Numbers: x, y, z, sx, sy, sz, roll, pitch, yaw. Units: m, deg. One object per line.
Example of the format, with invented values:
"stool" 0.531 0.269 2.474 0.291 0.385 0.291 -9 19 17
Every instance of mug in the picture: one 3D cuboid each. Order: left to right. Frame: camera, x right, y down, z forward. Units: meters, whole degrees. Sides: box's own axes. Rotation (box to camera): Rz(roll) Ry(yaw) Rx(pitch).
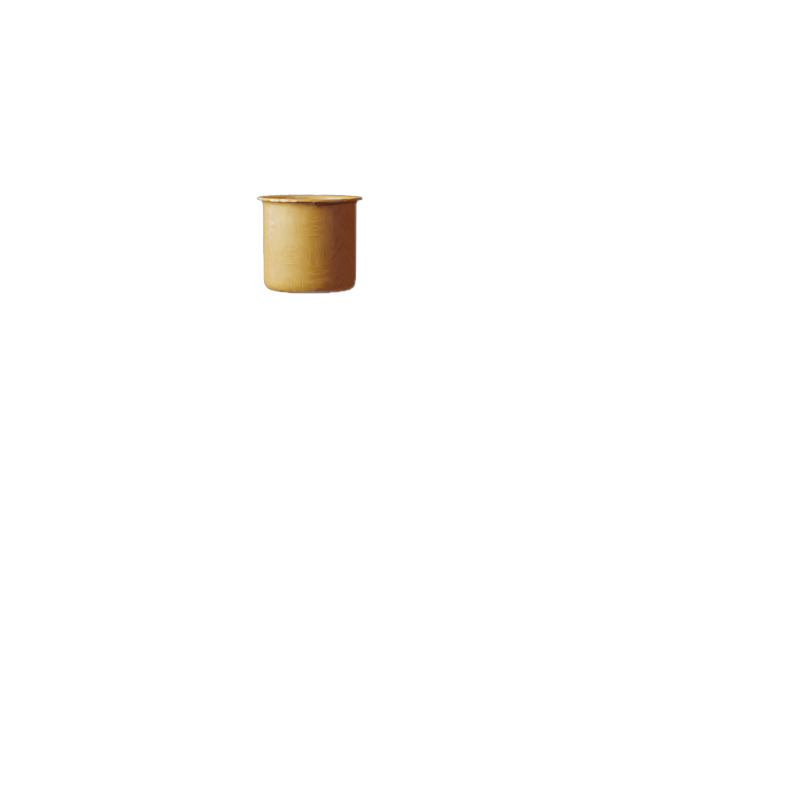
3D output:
"mug" -0.077 -0.141 0.986 0.095 0.080 0.117 2 11 11
